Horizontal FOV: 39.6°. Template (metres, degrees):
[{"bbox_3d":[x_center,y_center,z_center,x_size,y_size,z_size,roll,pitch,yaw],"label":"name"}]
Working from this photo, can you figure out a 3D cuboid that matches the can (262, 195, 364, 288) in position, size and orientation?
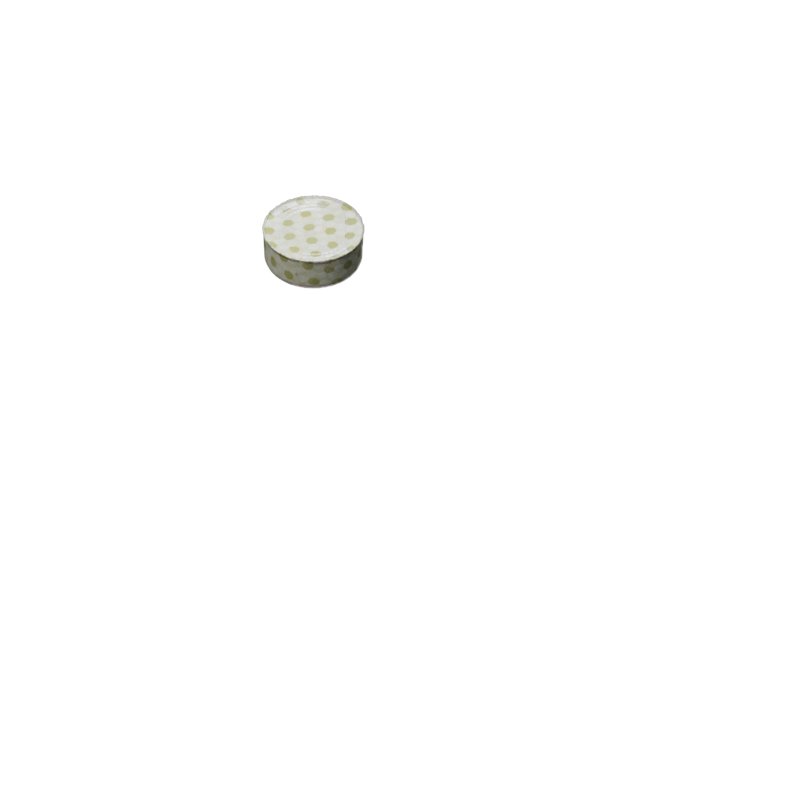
[{"bbox_3d":[-0.074,-0.134,0.942,0.086,0.092,0.031,-1,-45,-1],"label":"can"}]
